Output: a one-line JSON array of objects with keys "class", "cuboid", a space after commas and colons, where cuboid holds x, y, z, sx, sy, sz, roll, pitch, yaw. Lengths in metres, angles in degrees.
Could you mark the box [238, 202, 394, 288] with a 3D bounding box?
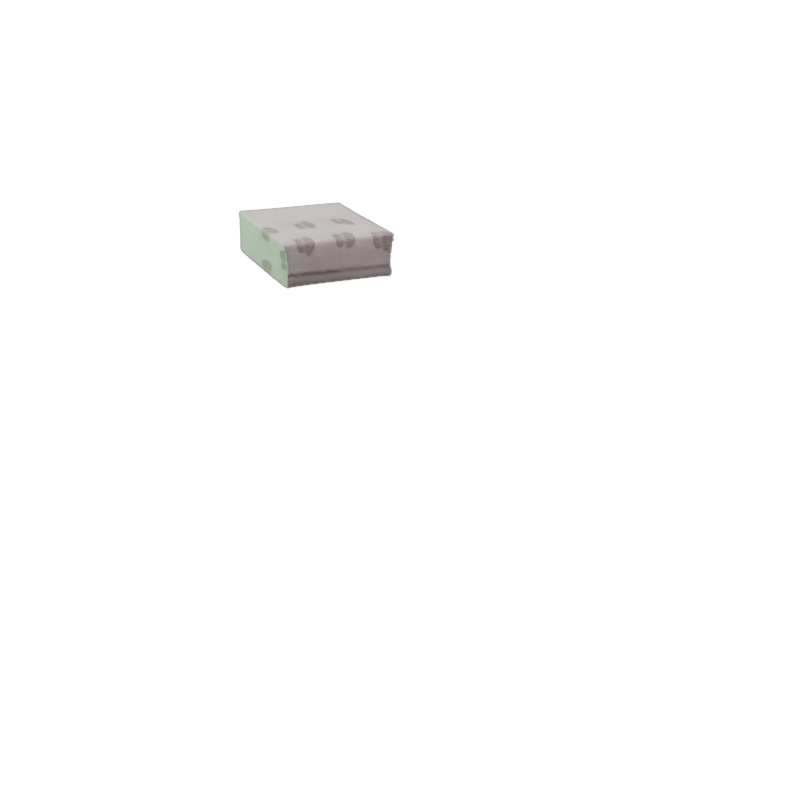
[{"class": "box", "cuboid": [-0.068, -0.125, 0.873, 0.088, 0.037, 0.121, -10, 26, -22]}]
